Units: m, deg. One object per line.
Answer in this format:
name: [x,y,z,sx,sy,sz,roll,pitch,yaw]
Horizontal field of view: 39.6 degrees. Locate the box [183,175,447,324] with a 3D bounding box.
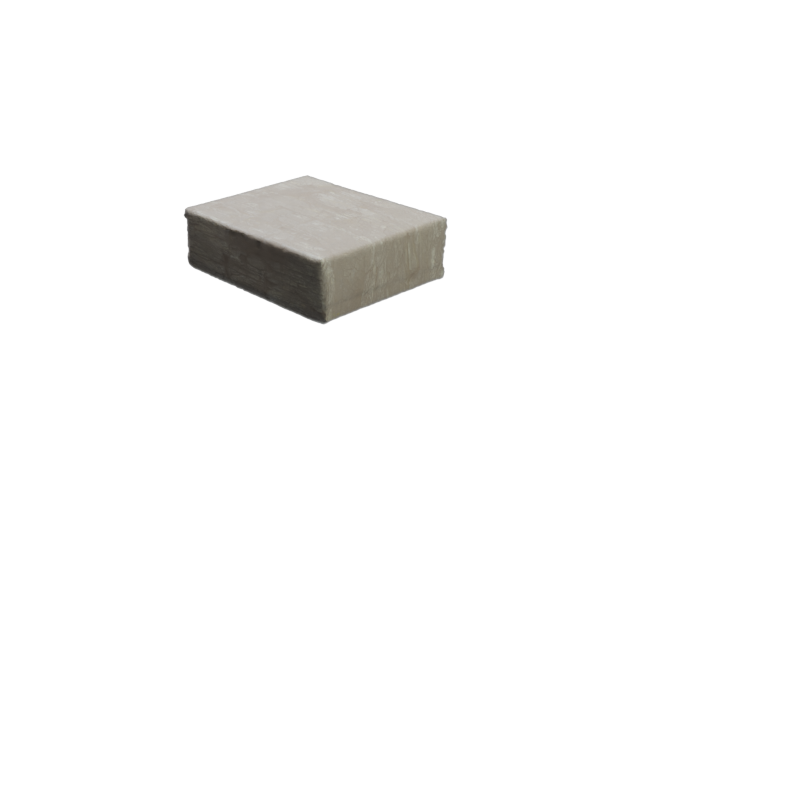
box: [-0.046,-0.084,0.588,0.089,0.037,0.121,-24,37,-38]
